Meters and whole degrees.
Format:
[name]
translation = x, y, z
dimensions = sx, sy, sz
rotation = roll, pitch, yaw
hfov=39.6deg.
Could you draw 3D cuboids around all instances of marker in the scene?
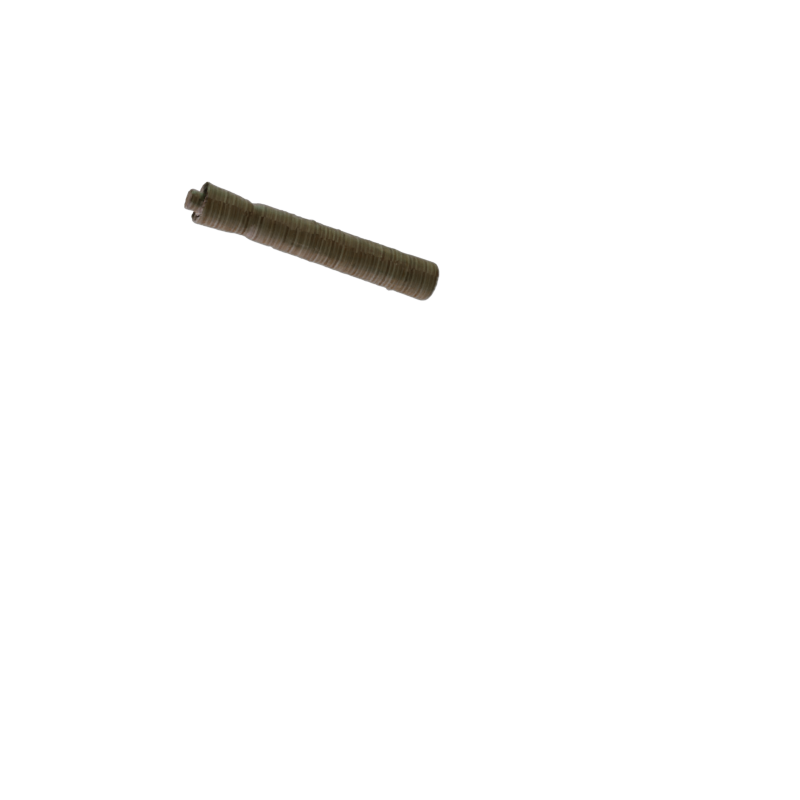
[marker]
translation = -0.039, -0.071, 0.495
dimensions = 0.116, 0.020, 0.020
rotation = 17, -3, -20
